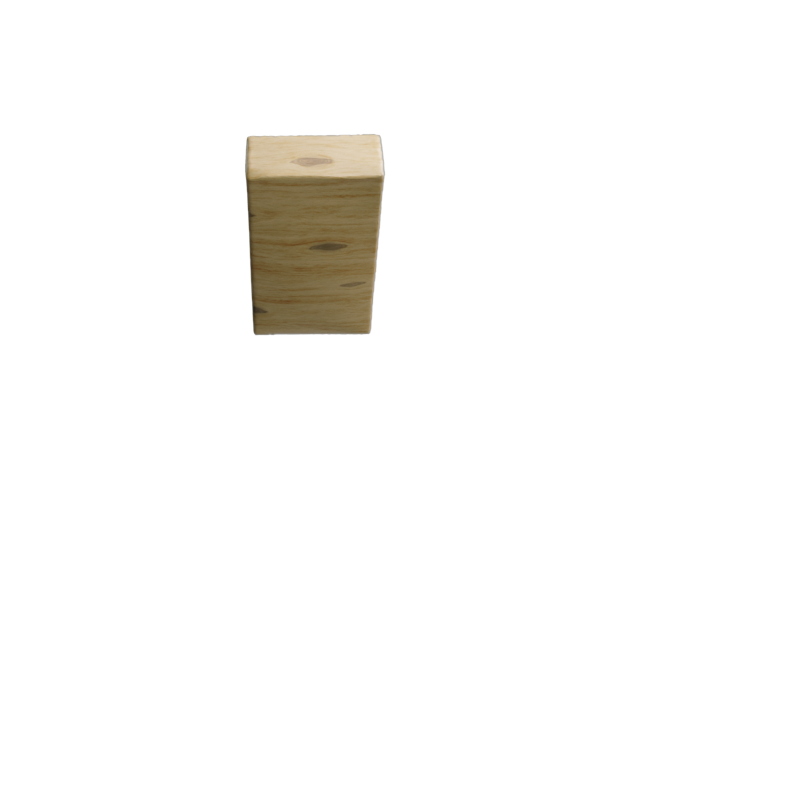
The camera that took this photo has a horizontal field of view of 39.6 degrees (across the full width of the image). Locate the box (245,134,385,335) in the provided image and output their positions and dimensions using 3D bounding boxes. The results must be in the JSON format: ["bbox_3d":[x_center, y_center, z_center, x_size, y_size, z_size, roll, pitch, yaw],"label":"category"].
[{"bbox_3d":[-0.062,-0.113,0.793,0.093,0.051,0.165,0,-33,-4],"label":"box"}]
